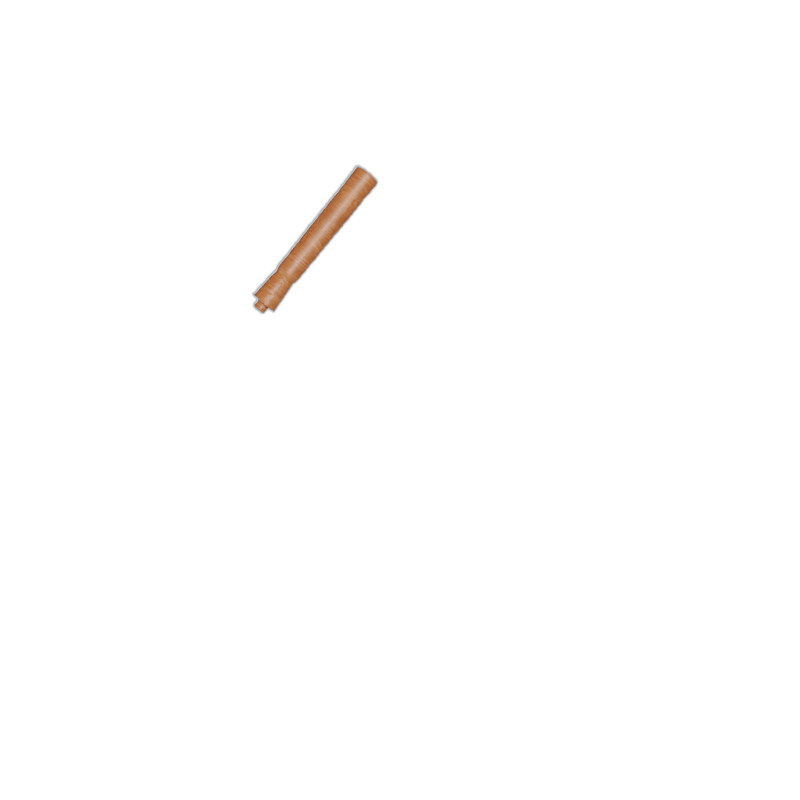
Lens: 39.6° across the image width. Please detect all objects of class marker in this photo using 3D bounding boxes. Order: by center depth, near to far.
[{"bbox_3d":[-0.060,-0.109,0.767,0.020,0.121,0.020,39,-3,-2],"label":"marker"}]
